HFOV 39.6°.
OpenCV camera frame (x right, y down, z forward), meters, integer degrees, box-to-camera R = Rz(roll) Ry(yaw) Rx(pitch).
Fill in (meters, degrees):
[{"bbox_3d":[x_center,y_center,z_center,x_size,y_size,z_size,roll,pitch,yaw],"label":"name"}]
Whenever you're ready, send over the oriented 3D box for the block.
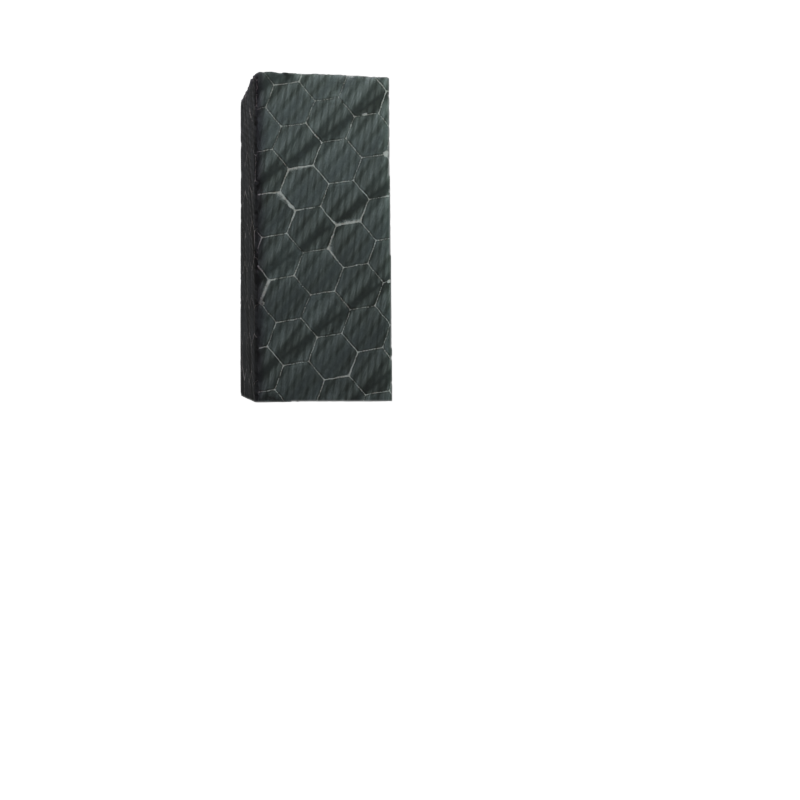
[{"bbox_3d":[-0.058,-0.105,0.736,0.089,0.208,0.091,1,-4,-12],"label":"block"}]
